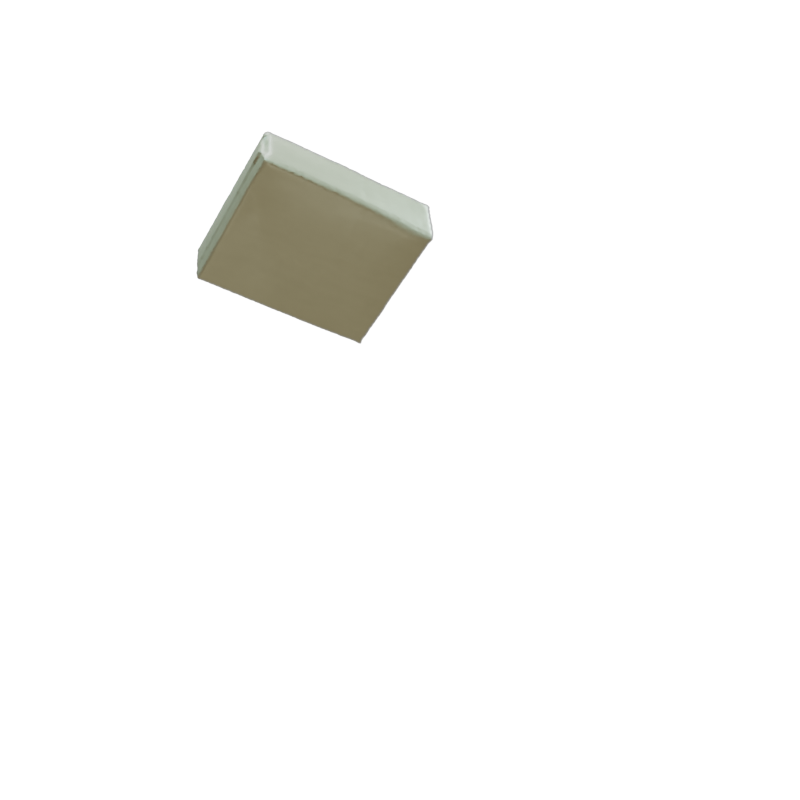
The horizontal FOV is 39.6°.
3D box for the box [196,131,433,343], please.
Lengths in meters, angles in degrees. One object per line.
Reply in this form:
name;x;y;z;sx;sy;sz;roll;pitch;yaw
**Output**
box;-0.051;-0.093;0.648;0.110;0.087;0.042;24;32;-17
